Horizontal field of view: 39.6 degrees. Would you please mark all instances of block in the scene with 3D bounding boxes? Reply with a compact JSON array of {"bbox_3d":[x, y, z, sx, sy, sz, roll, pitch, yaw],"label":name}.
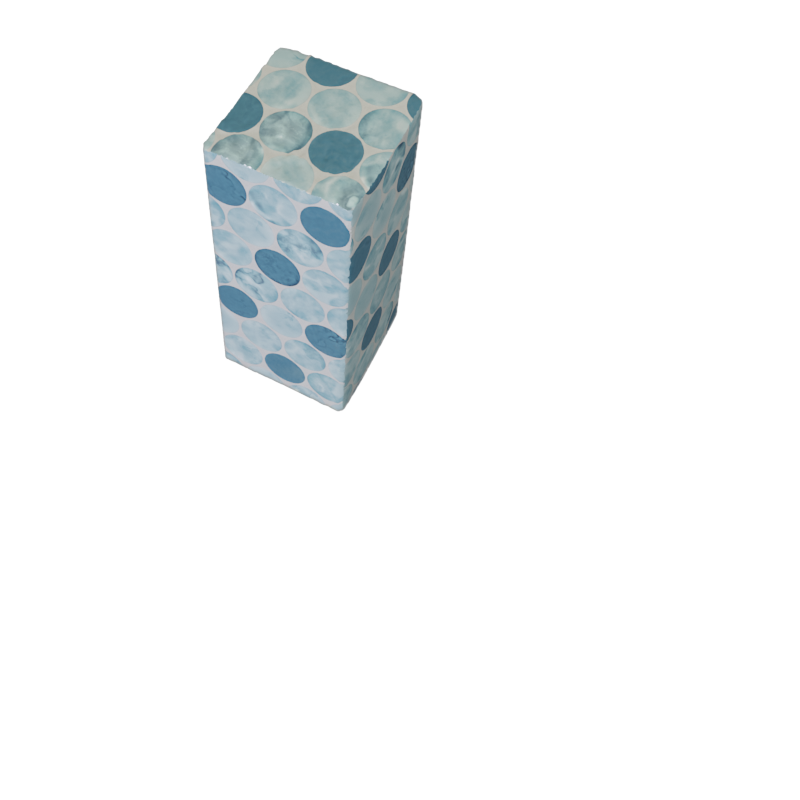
[{"bbox_3d":[-0.051,-0.095,0.661,0.093,0.093,0.193,24,-31,11],"label":"block"}]
